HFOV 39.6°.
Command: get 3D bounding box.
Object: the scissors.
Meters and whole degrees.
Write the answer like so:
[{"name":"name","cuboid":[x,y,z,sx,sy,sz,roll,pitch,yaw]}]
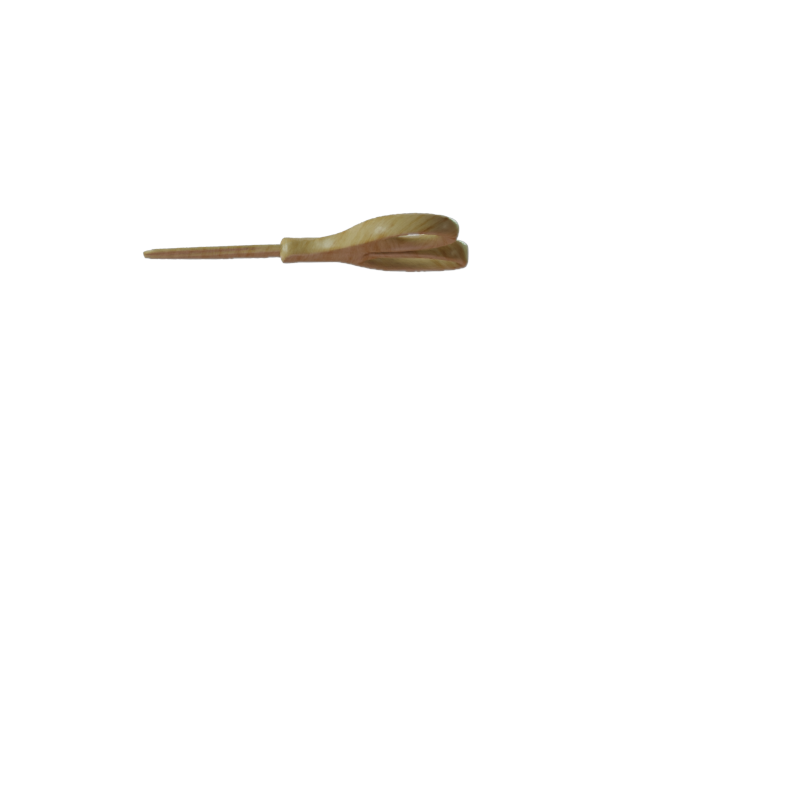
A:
[{"name":"scissors","cuboid":[-0.052,-0.095,0.669,0.199,0.016,0.094,2,-10,-10]}]
